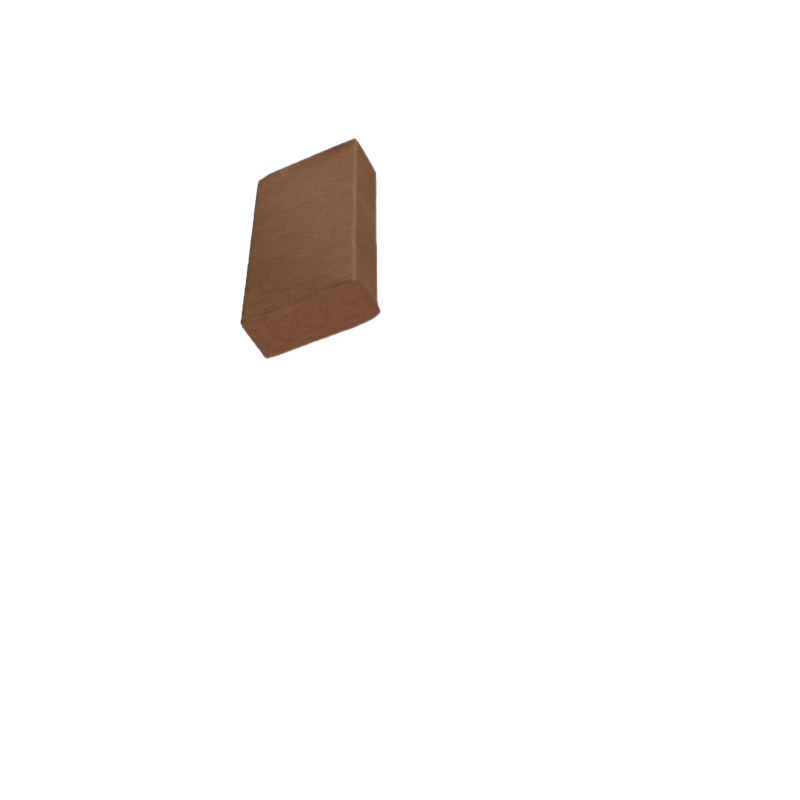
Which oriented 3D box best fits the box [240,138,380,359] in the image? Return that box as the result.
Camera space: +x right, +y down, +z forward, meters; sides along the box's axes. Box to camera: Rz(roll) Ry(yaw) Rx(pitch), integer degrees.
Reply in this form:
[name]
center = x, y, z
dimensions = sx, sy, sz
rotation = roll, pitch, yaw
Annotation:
[box]
center = -0.065, -0.119, 0.829
dimensions = 0.094, 0.189, 0.044
rotation = -21, -48, 16
